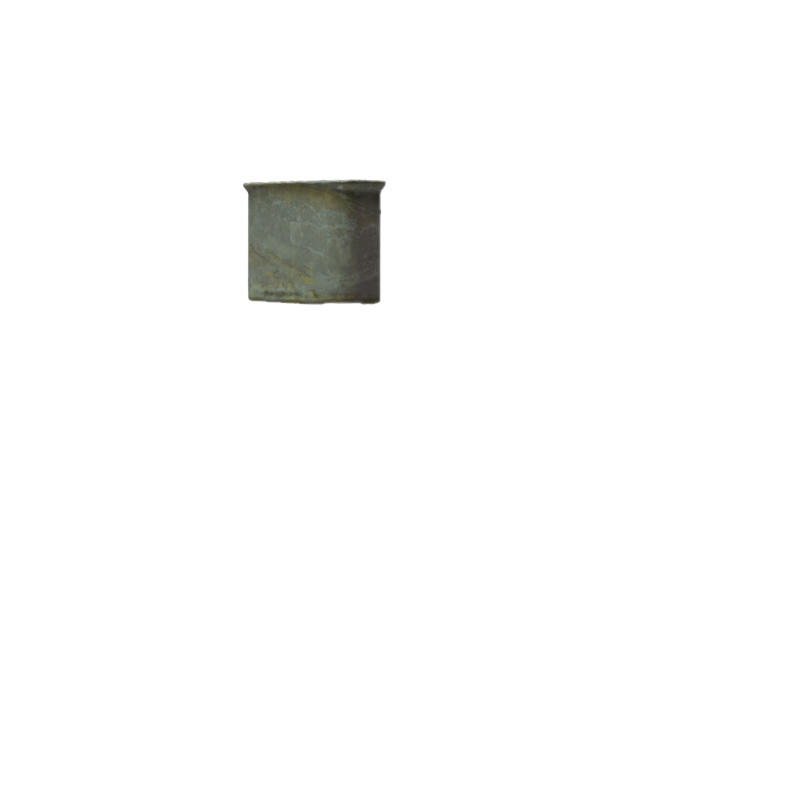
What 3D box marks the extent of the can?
[{"bbox_3d":[-0.061,-0.110,0.772,0.106,0.083,0.056,5,6,37],"label":"can"}]
